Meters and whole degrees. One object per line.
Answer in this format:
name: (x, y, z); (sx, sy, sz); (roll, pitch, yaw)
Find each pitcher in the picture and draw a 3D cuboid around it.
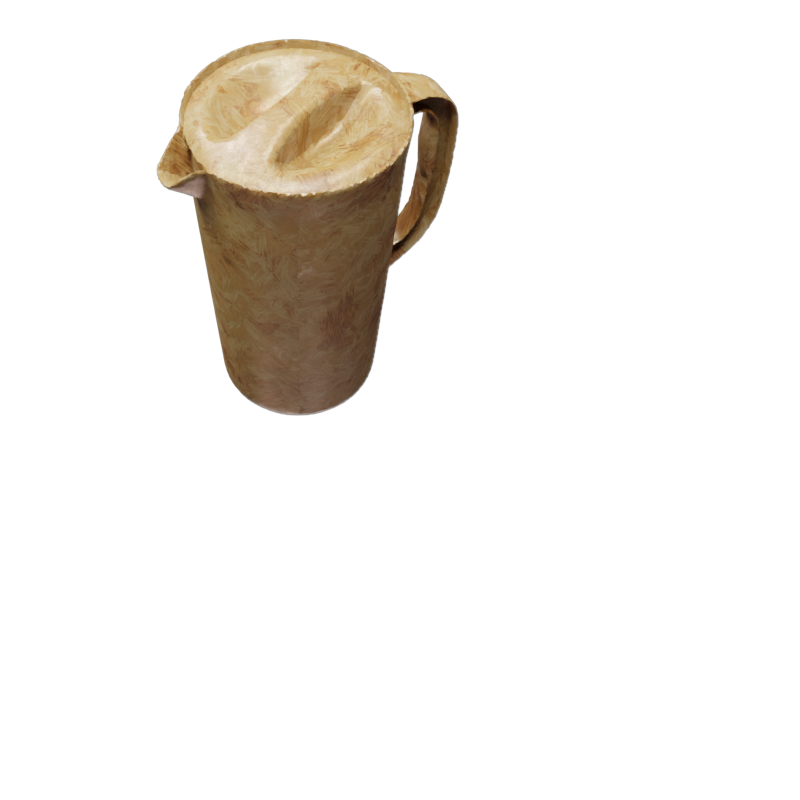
pitcher: (-0.056, -0.102, 0.711); (0.152, 0.152, 0.227); (15, -37, 8)
